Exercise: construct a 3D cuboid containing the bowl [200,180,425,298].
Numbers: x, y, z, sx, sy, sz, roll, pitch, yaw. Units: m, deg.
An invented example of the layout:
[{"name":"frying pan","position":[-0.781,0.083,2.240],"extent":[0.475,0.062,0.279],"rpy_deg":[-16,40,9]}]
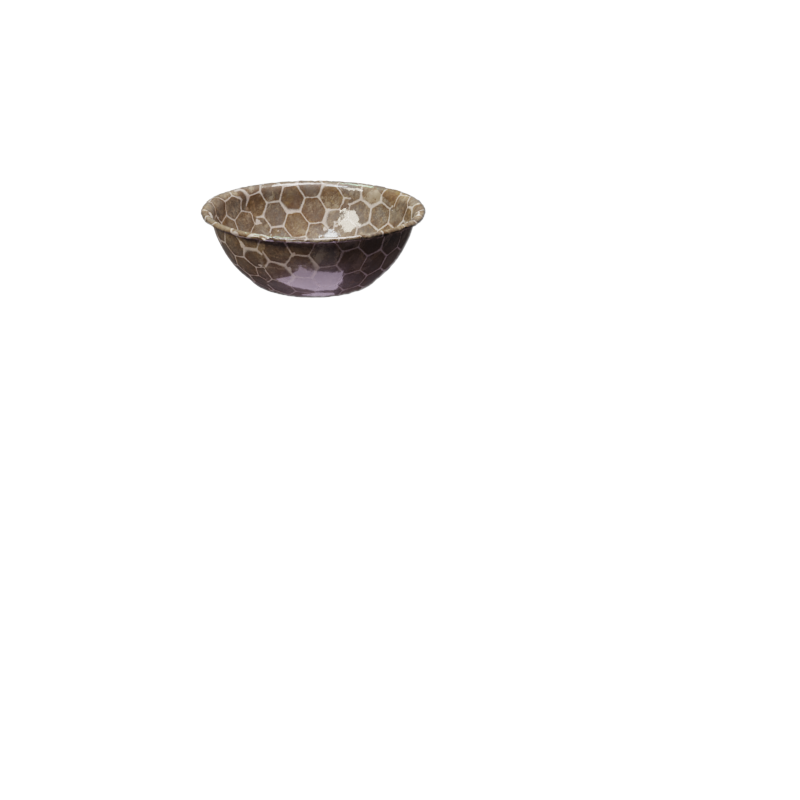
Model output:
[{"name":"bowl","position":[-0.063,-0.115,0.807],"extent":[0.162,0.052,0.170],"rpy_deg":[-1,24,-2]}]
